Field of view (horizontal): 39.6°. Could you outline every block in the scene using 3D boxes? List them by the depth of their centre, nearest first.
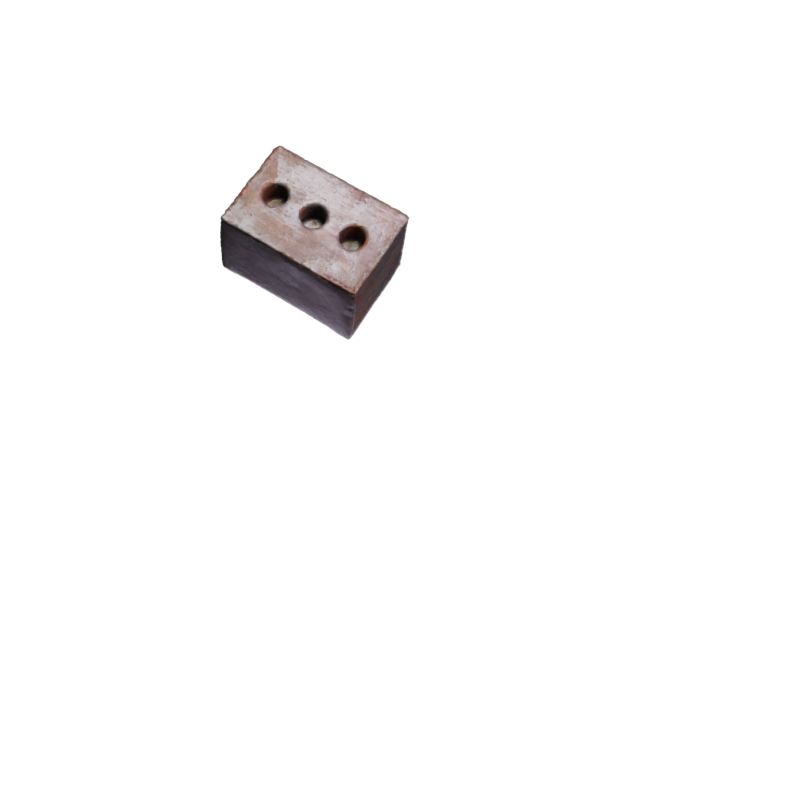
[{"bbox_3d":[-0.043,-0.078,0.545,0.081,0.054,0.048,30,-23,13],"label":"block"}]
